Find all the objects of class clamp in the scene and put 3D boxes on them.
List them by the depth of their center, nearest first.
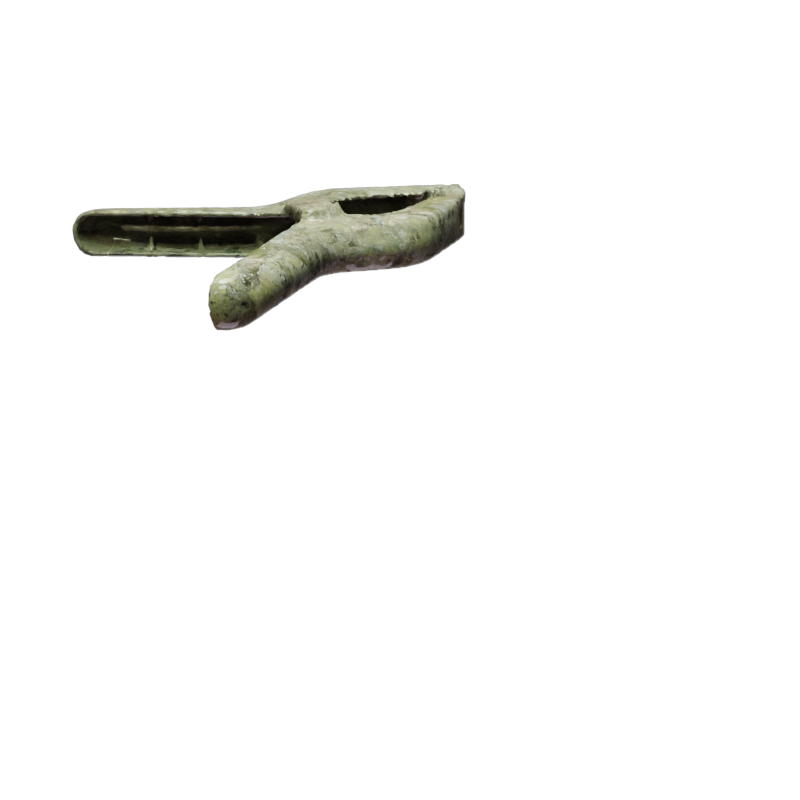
[{"bbox_3d":[-0.044,-0.081,0.566,0.205,0.035,0.175,-12,26,-26],"label":"clamp"}]
